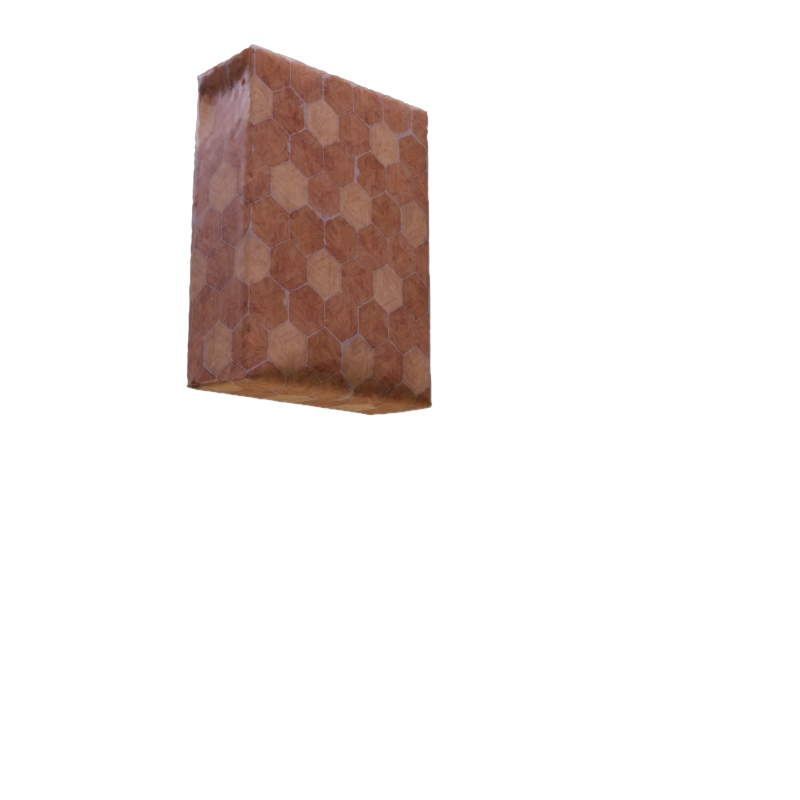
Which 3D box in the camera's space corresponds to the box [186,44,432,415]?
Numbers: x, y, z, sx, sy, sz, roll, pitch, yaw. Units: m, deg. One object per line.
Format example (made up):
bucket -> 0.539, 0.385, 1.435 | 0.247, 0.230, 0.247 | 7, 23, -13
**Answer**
box -> -0.057, -0.105, 0.734 | 0.155, 0.222, 0.073 | 12, -19, -43
